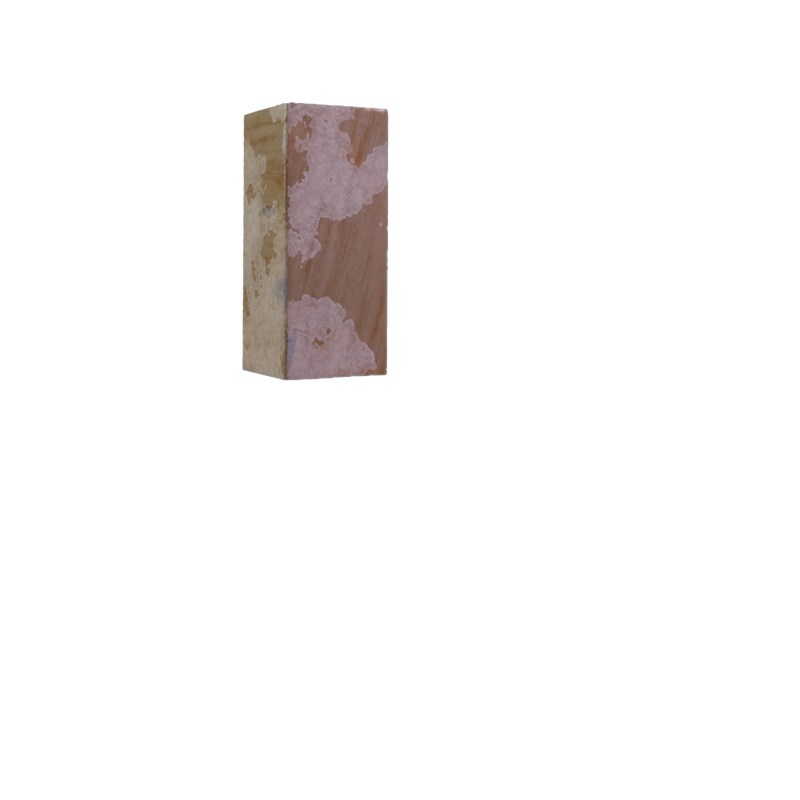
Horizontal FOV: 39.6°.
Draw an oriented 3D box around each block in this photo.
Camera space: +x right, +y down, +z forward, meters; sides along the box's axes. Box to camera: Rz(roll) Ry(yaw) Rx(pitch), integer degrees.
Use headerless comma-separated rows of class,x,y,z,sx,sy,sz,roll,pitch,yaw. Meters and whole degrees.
block,-0.068,-0.125,0.874,0.087,0.206,0.094,0,1,-28
